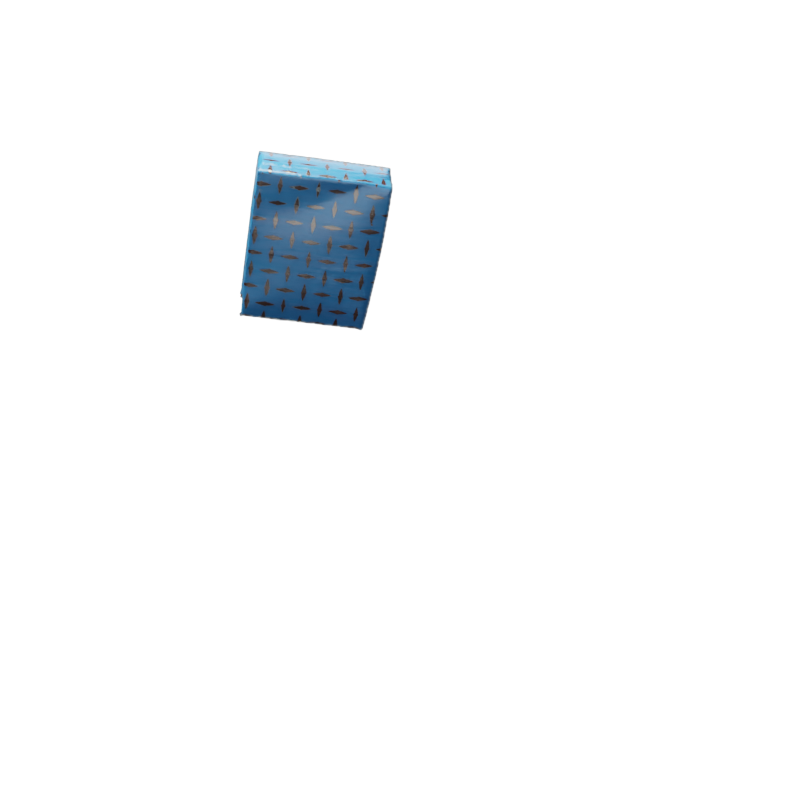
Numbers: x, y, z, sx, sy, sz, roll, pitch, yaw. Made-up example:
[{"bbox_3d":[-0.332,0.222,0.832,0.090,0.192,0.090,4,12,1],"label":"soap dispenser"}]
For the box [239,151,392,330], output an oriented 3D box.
[{"bbox_3d":[-0.058,-0.107,0.747,0.089,0.108,0.041,8,26,-5],"label":"box"}]
